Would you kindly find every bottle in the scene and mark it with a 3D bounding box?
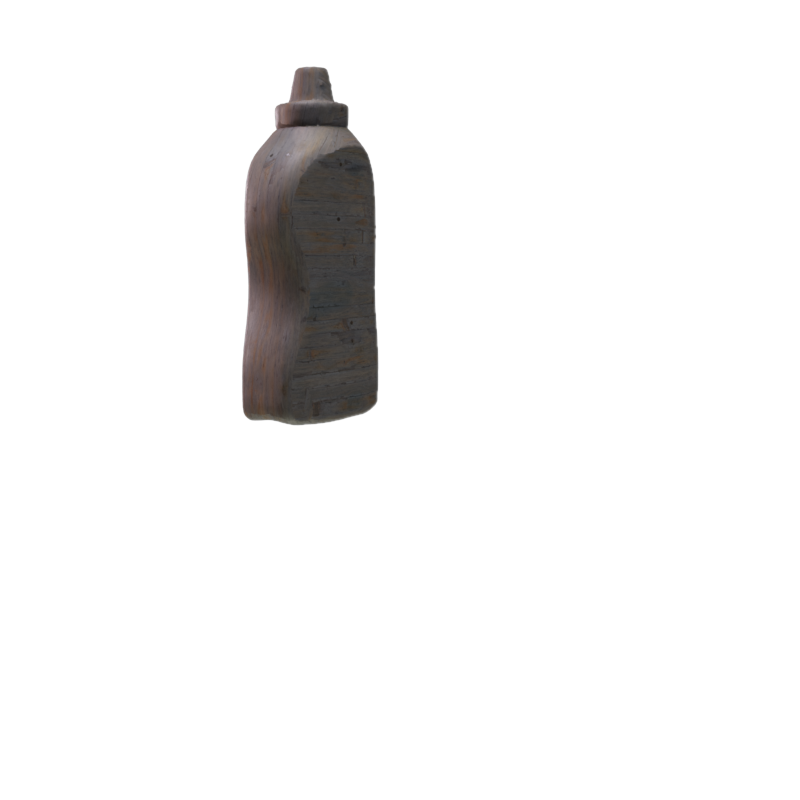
[{"bbox_3d":[-0.048,-0.088,0.614,0.060,0.191,0.093,1,2,32],"label":"bottle"}]
